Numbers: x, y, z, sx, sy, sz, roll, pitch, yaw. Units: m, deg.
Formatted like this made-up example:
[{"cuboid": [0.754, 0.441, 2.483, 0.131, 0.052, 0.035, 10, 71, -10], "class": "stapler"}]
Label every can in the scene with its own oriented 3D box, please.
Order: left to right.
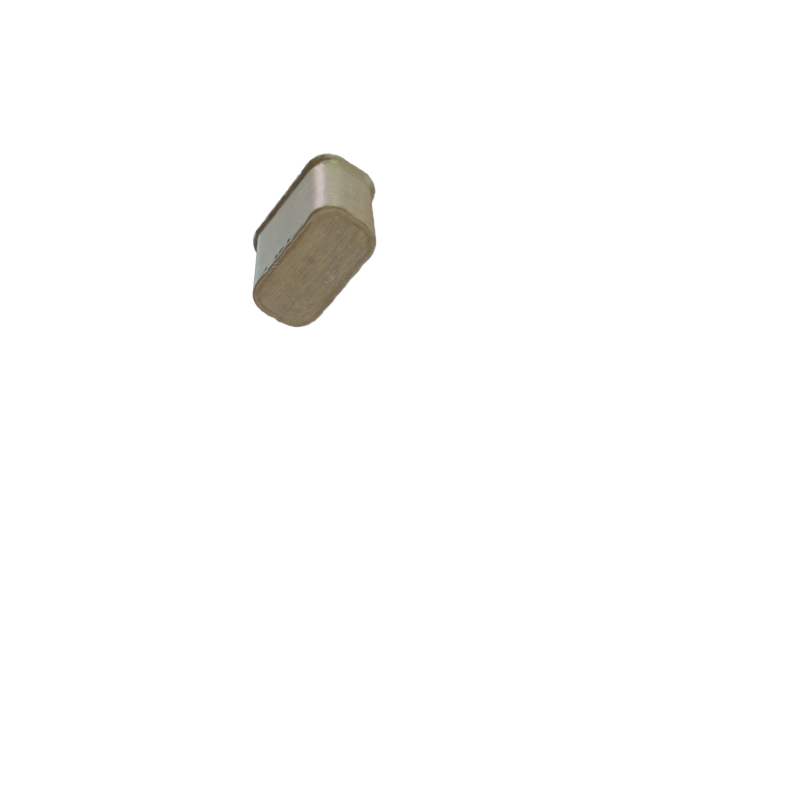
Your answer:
[{"cuboid": [-0.061, -0.112, 0.783, 0.055, 0.100, 0.089, 32, 25, -21], "class": "can"}]
